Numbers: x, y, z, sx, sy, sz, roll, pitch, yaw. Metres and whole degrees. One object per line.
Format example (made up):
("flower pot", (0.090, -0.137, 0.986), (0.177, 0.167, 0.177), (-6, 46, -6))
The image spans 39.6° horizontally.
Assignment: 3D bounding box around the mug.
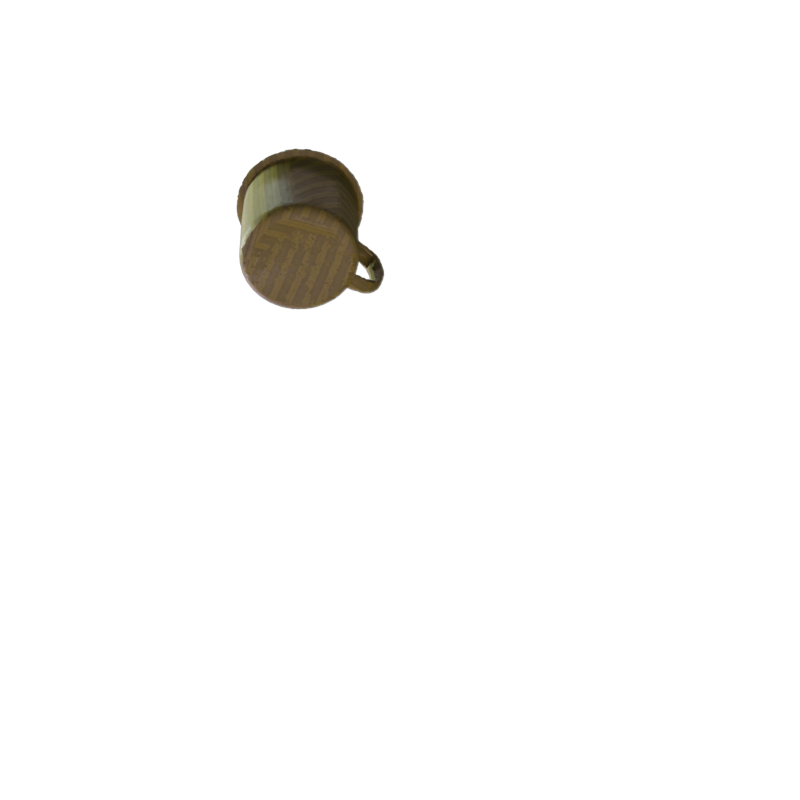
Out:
("mug", (-0.061, -0.111, 0.780), (0.112, 0.091, 0.087), (33, 27, -21))
